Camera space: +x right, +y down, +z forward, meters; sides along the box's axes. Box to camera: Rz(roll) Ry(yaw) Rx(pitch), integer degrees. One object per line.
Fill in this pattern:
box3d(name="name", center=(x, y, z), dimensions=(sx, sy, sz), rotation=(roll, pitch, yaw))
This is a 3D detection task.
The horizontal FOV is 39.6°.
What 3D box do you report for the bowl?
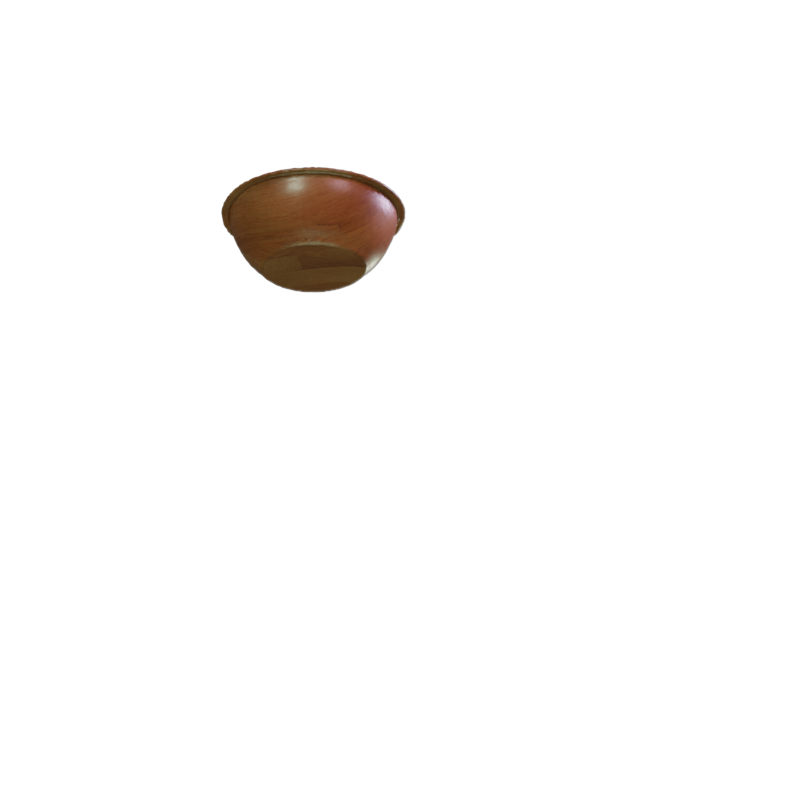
box3d(name="bowl", center=(-0.075, -0.137, 0.961), dimensions=(0.162, 0.058, 0.153), rotation=(1, -23, -2))
